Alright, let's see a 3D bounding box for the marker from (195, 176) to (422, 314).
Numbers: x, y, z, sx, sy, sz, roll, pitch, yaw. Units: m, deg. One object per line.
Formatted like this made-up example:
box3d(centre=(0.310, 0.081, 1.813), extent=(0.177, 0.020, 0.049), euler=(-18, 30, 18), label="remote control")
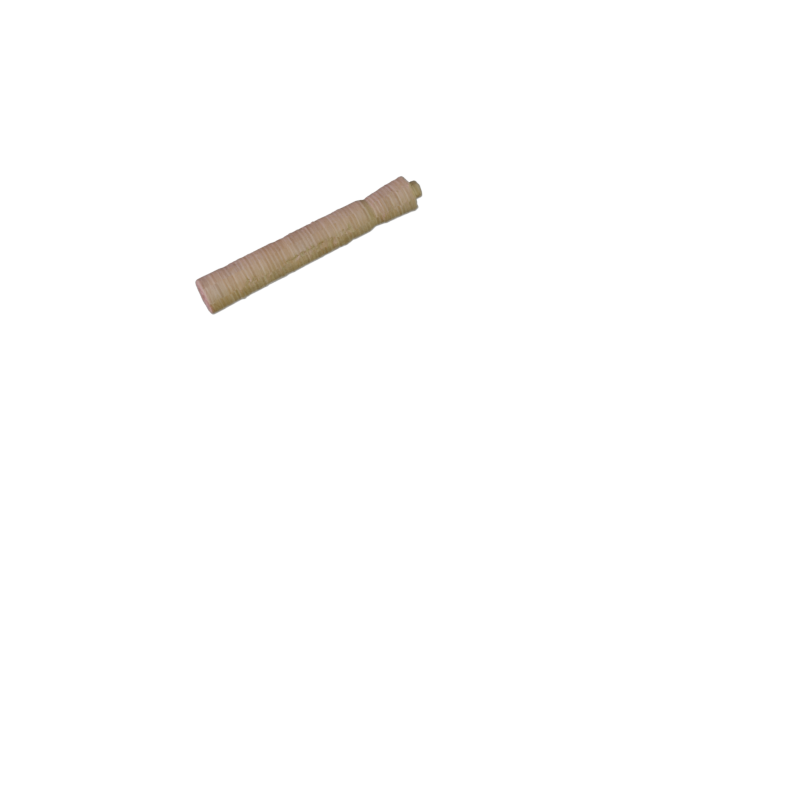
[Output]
box3d(centre=(-0.042, -0.077, 0.543), extent=(0.121, 0.019, 0.020), euler=(-29, 11, -12), label="marker")
